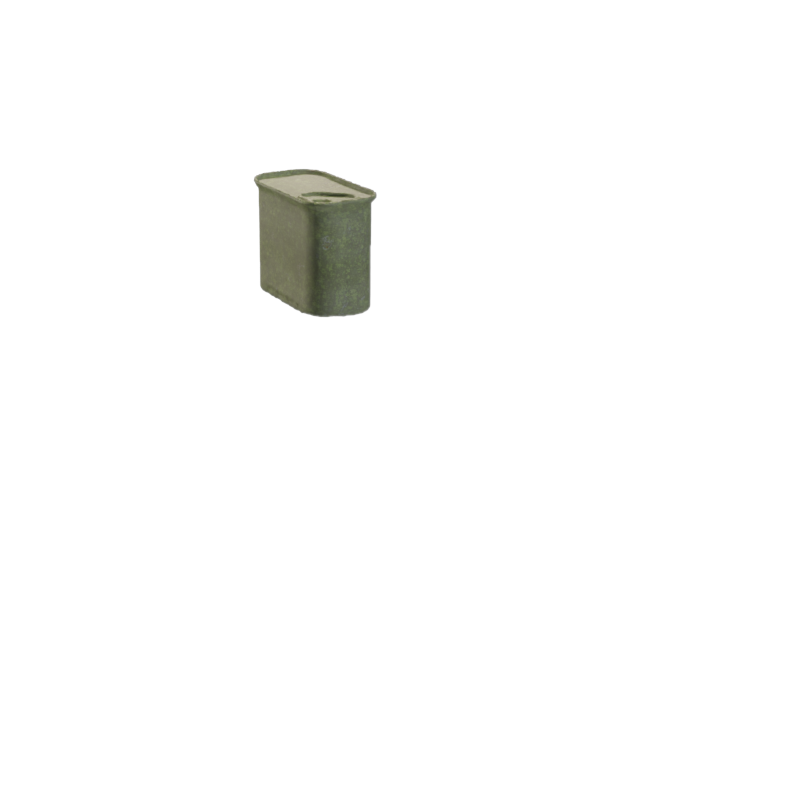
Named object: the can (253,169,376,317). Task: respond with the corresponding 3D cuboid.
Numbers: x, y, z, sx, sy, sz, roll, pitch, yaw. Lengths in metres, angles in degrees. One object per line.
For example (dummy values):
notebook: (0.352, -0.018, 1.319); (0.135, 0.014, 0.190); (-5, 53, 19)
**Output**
can: (-0.061, -0.112, 0.787); (0.056, 0.080, 0.109); (-10, 23, -30)
